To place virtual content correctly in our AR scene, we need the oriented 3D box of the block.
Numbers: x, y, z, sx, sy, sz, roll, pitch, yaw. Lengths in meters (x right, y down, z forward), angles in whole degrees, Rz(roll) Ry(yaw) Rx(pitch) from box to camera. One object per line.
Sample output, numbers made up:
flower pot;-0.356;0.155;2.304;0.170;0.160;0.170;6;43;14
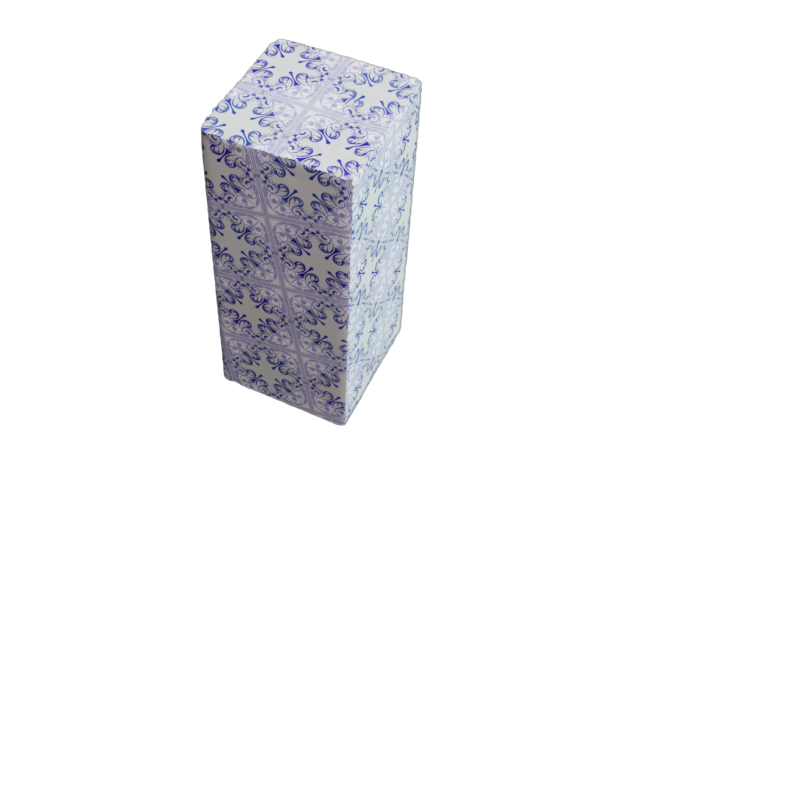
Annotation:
block;-0.051;-0.092;0.645;0.093;0.094;0.192;21;-37;13
